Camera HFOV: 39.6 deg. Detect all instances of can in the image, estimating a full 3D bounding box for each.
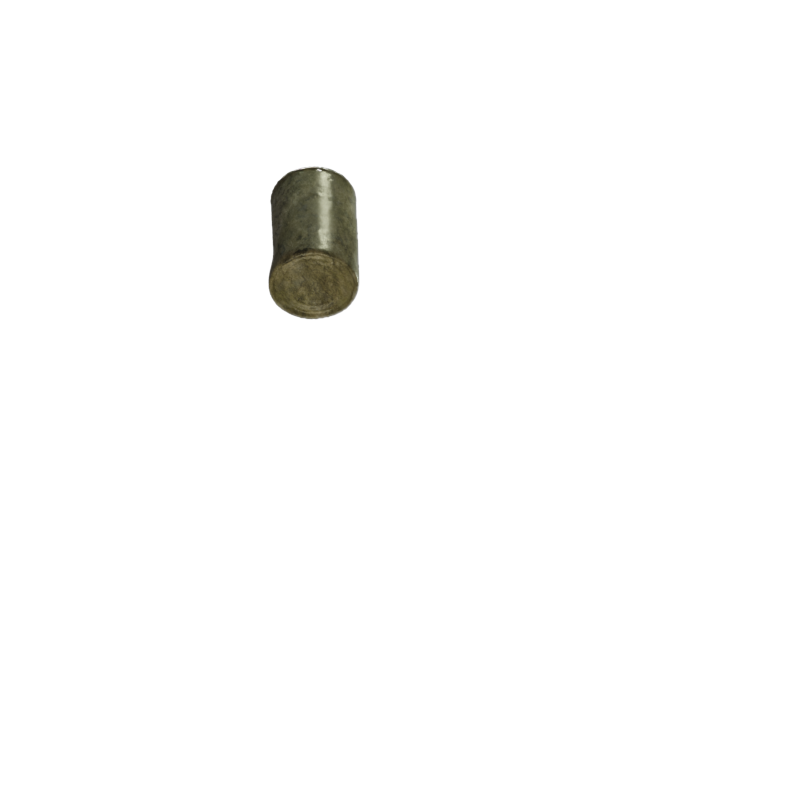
[{"bbox_3d":[-0.066,-0.120,0.837,0.068,0.064,0.110,-1,44,-3],"label":"can"}]
